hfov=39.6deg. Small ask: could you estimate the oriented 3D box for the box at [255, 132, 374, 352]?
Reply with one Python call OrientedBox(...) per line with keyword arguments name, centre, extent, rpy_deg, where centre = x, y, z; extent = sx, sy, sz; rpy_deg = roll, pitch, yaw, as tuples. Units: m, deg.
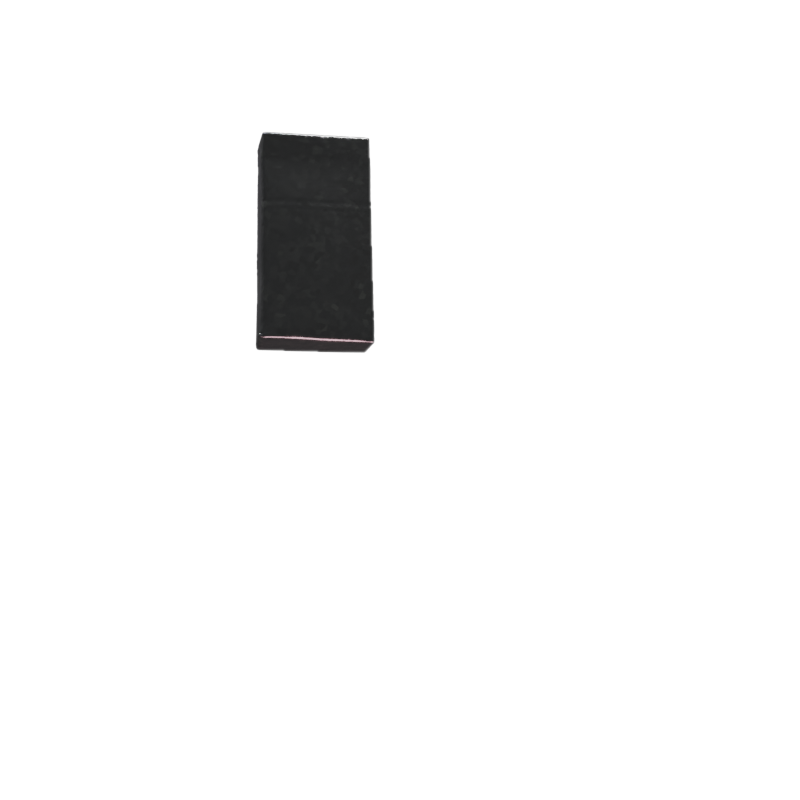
OrientedBox(name="box", centre=(-0.071, -0.130, 0.908), extent=(0.092, 0.184, 0.046), rpy_deg=(2, -19, -9))
